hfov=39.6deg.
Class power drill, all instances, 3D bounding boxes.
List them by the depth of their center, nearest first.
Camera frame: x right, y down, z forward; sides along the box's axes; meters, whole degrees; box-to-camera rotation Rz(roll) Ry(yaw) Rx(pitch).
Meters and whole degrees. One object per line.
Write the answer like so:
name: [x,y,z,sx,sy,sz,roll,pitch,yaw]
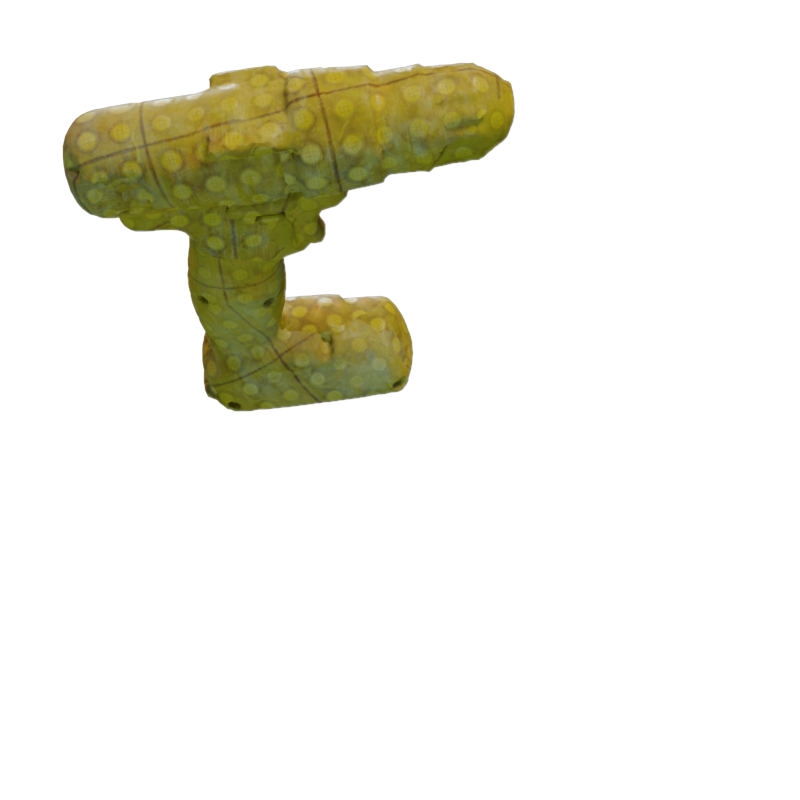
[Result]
power drill: [-0.039,-0.072,0.504,0.186,0.062,0.174,-5,-38,6]
